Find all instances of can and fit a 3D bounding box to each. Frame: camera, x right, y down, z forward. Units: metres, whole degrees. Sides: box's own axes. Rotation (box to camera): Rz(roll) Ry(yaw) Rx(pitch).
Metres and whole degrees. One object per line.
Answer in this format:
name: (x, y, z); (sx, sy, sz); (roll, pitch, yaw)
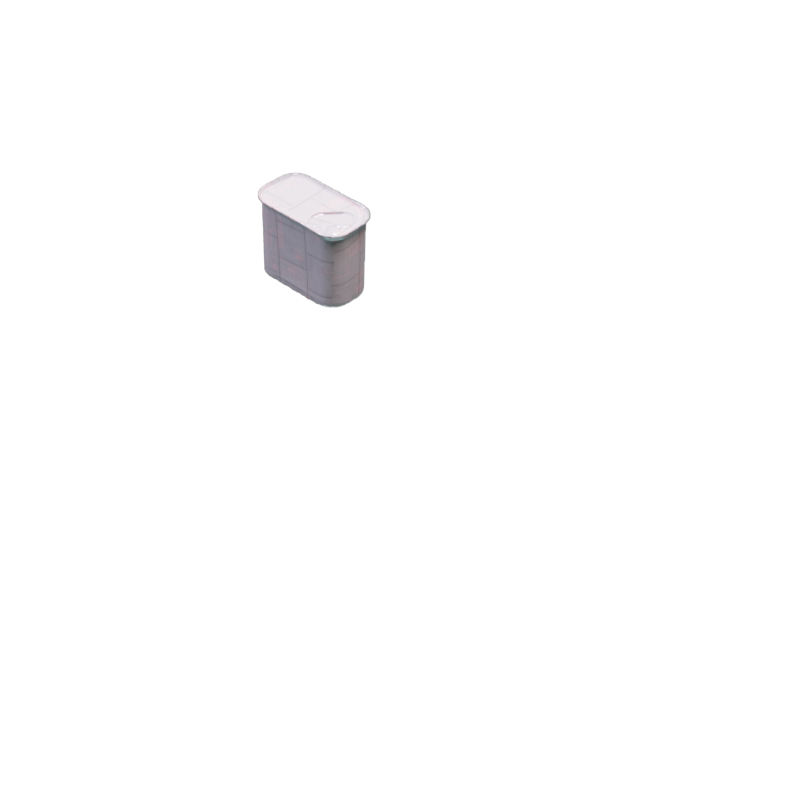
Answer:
can: (-0.076, -0.139, 0.977); (0.108, 0.078, 0.058); (32, 48, 31)
